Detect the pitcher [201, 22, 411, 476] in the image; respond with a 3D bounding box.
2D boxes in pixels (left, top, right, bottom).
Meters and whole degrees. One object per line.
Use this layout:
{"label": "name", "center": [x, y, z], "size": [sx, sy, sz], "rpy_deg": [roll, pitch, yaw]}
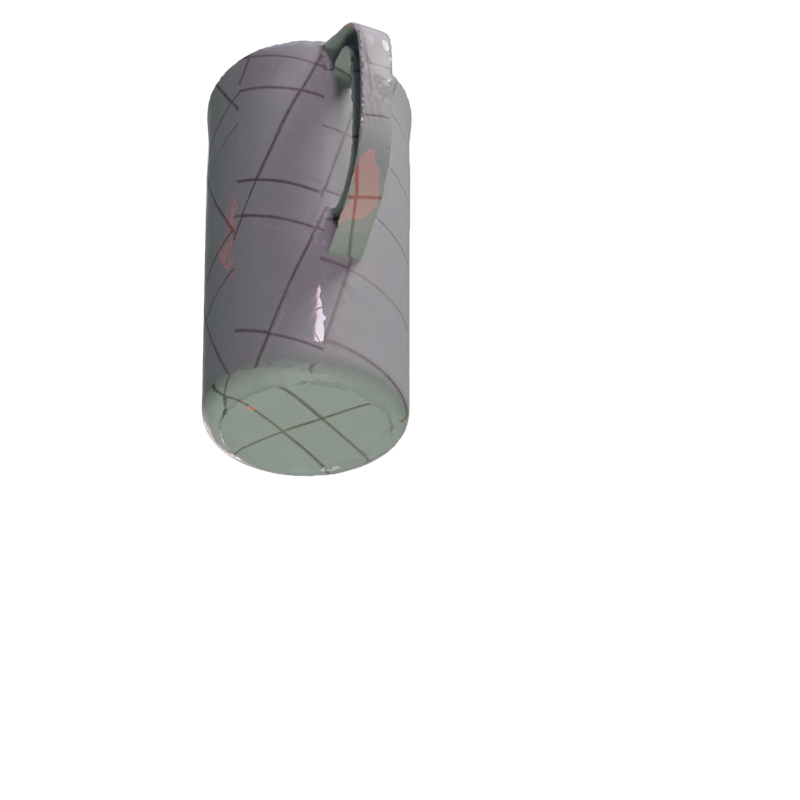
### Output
{"label": "pitcher", "center": [-0.050, -0.091, 0.639], "size": [0.146, 0.261, 0.137], "rpy_deg": [-15, -39, 15]}
